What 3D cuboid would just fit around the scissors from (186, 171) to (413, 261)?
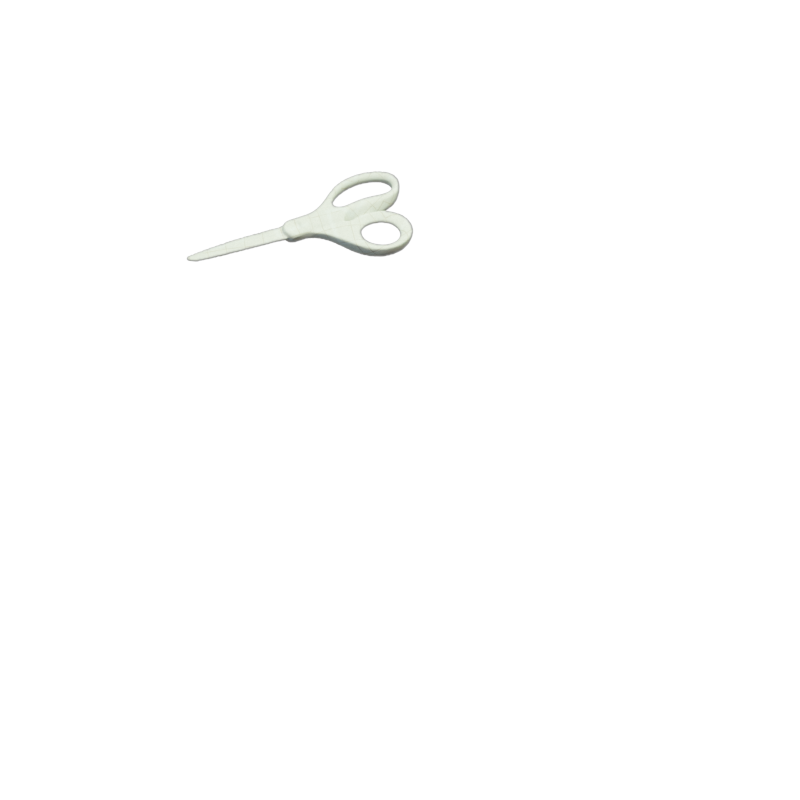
[{"bbox_3d":[-0.076,-0.138,0.967,0.202,0.103,0.015,-32,-28,-19],"label":"scissors"}]
